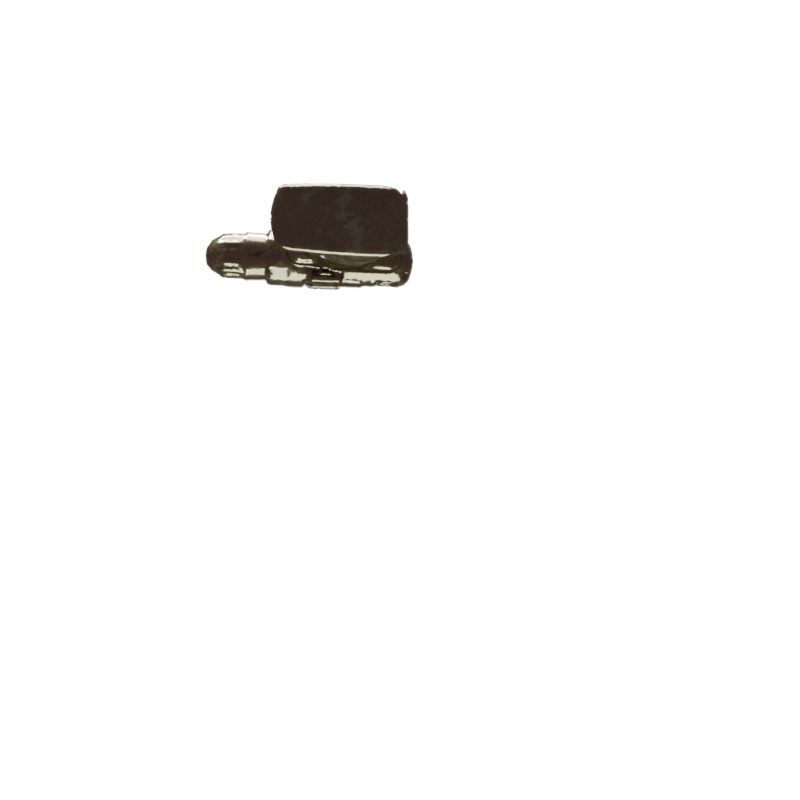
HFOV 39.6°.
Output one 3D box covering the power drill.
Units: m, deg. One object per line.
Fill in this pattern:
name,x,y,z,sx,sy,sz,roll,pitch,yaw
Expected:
power drill,-0.072,-0.132,0.926,0.183,0.058,0.186,0,-3,-5
